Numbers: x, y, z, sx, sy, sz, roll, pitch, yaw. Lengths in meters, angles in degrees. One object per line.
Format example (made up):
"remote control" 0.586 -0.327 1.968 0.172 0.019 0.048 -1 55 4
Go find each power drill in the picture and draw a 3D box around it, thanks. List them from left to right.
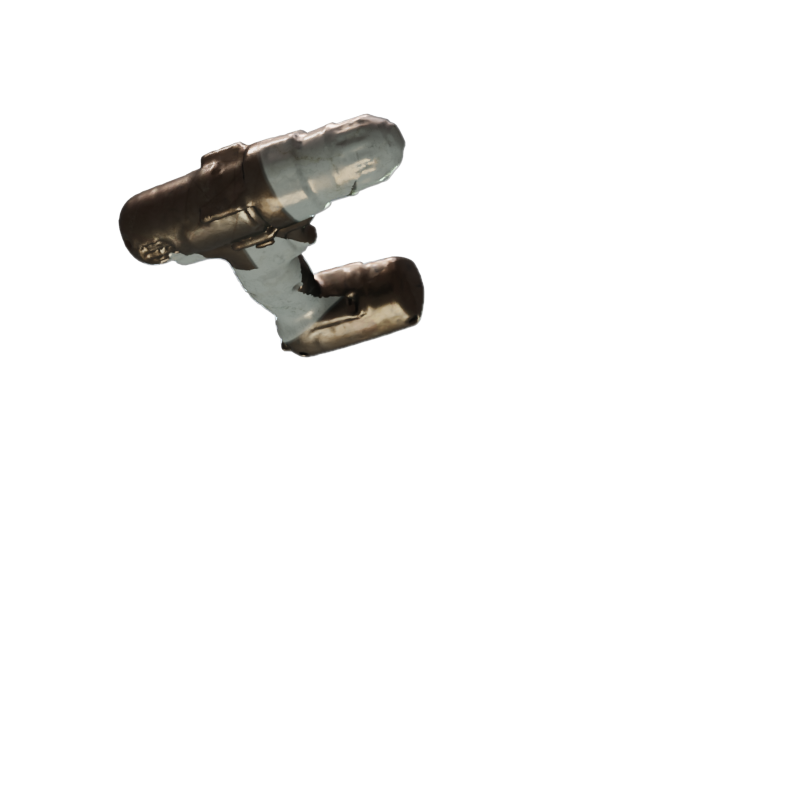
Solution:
"power drill" -0.055 -0.100 0.700 0.187 0.061 0.174 -13 -31 23
